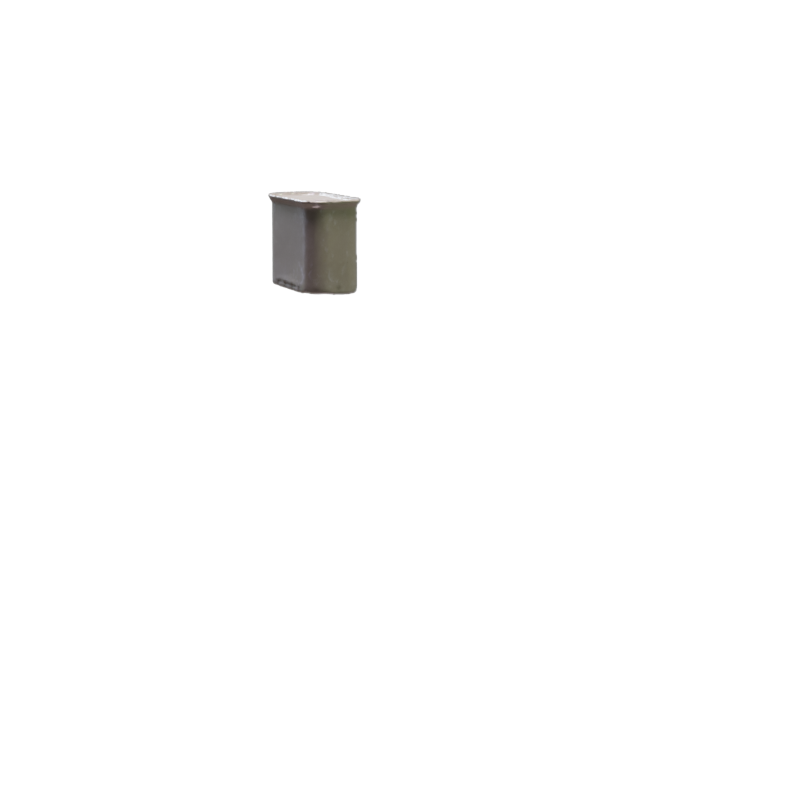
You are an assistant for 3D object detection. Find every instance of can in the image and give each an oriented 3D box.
[{"bbox_3d":[-0.078,-0.143,0.999,0.056,0.082,0.107,-5,13,-28],"label":"can"}]
